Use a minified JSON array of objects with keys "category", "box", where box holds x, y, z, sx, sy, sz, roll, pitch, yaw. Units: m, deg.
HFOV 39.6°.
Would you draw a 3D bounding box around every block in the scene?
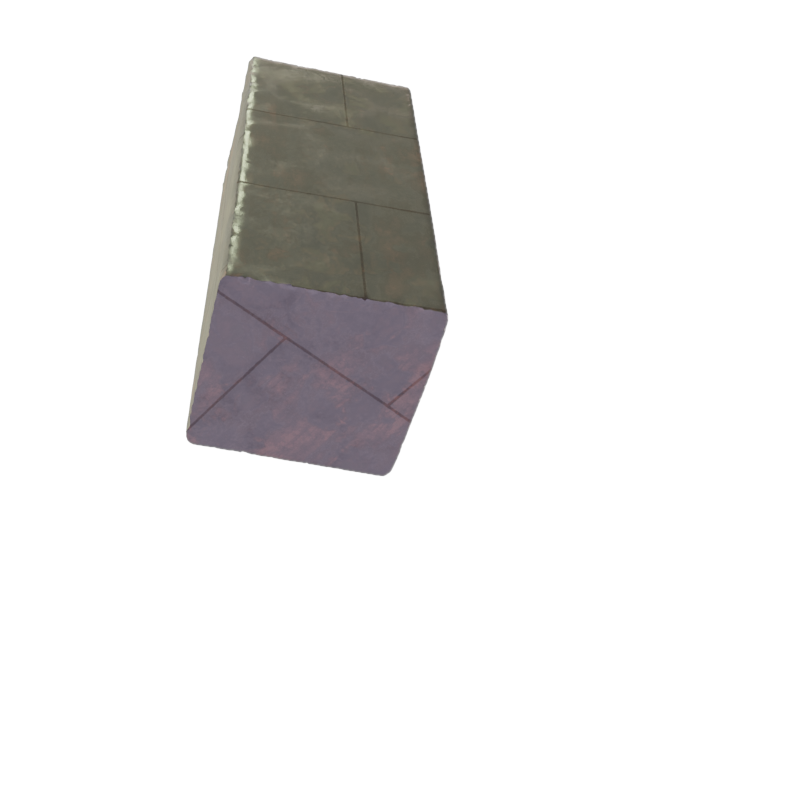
[{"category":"block","box":[-0.041,-0.075,0.526,0.089,0.085,0.221,10,36,-11]}]
